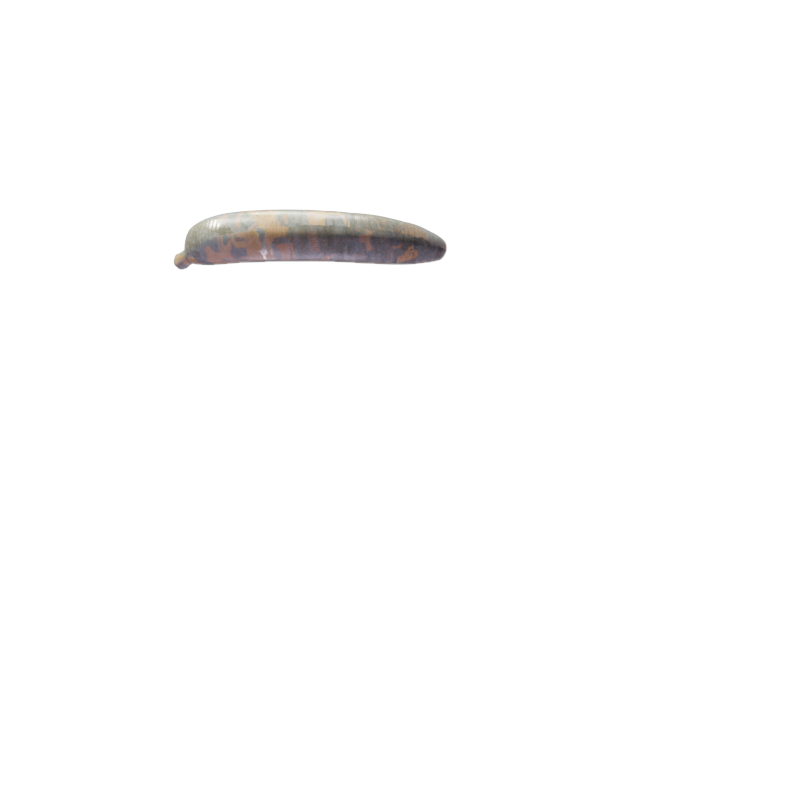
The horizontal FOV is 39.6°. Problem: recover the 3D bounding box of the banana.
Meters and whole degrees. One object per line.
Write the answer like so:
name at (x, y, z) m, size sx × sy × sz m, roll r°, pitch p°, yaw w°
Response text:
banana at (-0.066, -0.113, 0.775) m, size 0.199 × 0.037 × 0.069 m, roll 0°, pitch 0°, yaw 4°
